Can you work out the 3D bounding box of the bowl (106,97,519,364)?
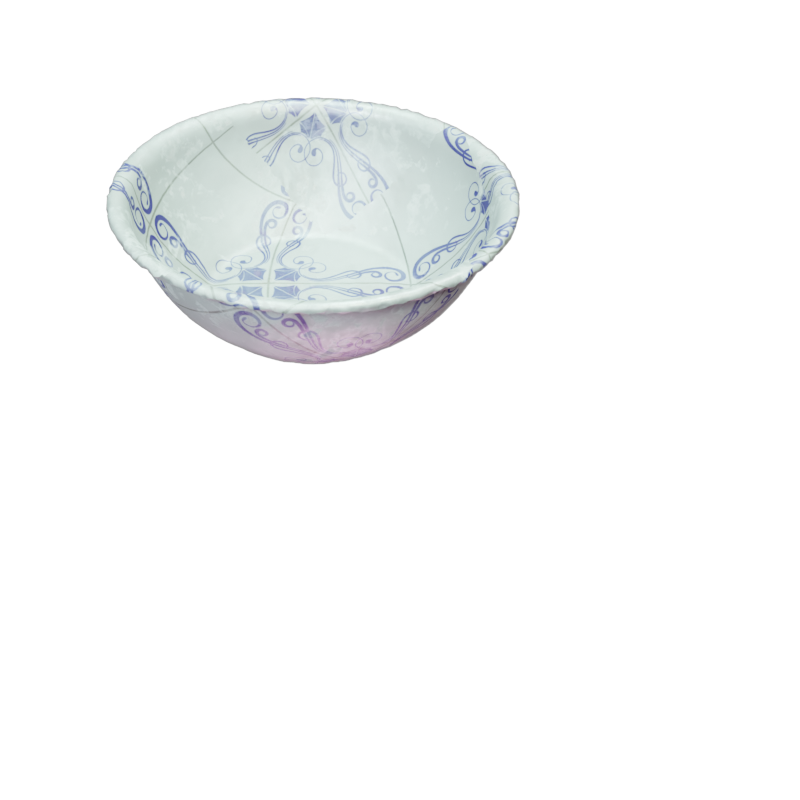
[{"bbox_3d":[-0.035,-0.064,0.451,0.162,0.051,0.174,-1,39,-2],"label":"bowl"}]
